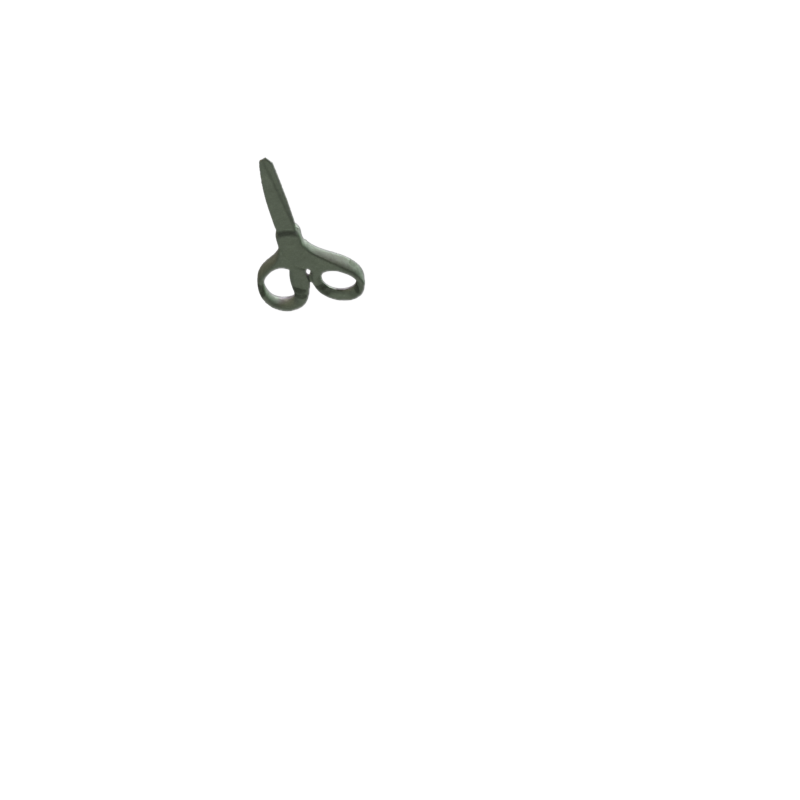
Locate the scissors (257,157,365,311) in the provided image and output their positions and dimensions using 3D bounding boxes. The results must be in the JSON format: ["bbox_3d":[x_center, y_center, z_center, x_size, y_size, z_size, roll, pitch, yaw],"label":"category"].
[{"bbox_3d":[-0.066,-0.121,0.845,0.095,0.017,0.192,4,-26,-9],"label":"scissors"}]
